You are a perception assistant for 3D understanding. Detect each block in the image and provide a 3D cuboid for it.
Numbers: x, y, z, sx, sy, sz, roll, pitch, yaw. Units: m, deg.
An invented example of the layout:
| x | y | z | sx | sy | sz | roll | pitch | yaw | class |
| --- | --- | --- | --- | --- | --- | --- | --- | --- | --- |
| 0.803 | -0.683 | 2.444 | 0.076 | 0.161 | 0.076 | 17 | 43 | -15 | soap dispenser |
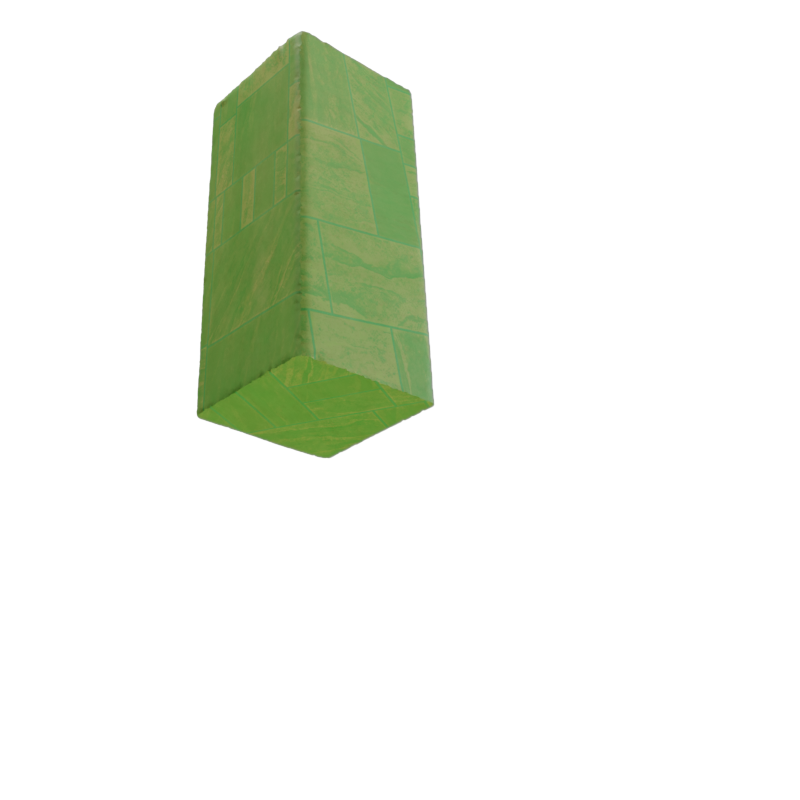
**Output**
| x | y | z | sx | sy | sz | roll | pitch | yaw | class |
| --- | --- | --- | --- | --- | --- | --- | --- | --- | --- |
| -0.049 | -0.088 | 0.615 | 0.085 | 0.220 | 0.090 | 22 | -39 | -35 | block |
